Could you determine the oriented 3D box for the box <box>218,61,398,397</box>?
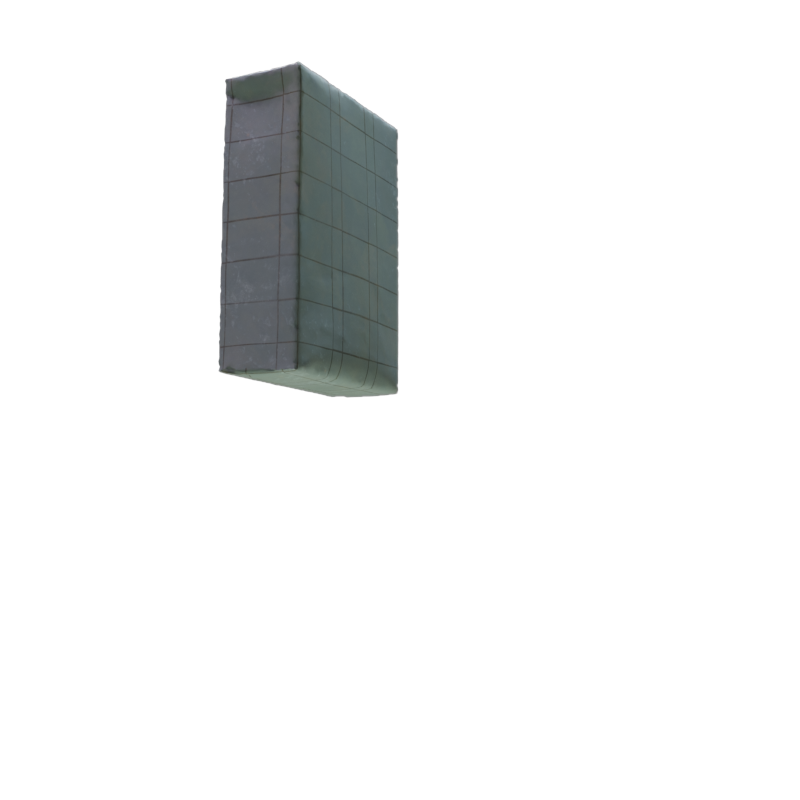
[{"bbox_3d":[-0.063,-0.116,0.811,0.073,0.220,0.156,-7,-12,25],"label":"box"}]
